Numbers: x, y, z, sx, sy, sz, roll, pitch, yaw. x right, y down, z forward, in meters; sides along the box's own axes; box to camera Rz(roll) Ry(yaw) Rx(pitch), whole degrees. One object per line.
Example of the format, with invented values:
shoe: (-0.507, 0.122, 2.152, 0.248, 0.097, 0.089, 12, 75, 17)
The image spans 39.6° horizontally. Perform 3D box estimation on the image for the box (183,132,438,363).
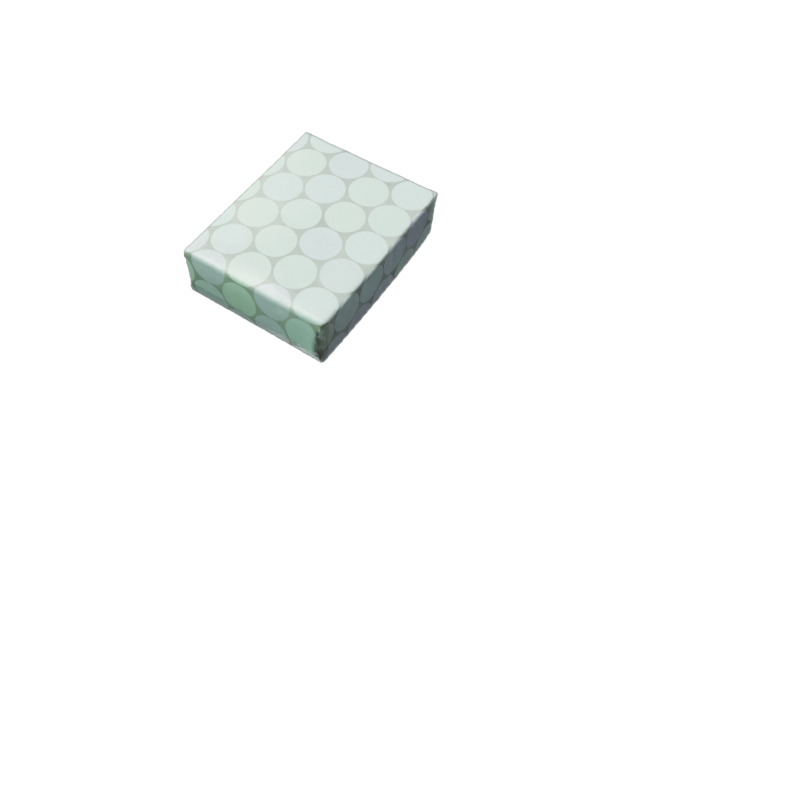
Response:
box: (-0.047, -0.085, 0.599, 0.094, 0.116, 0.036, 27, -34, 20)
